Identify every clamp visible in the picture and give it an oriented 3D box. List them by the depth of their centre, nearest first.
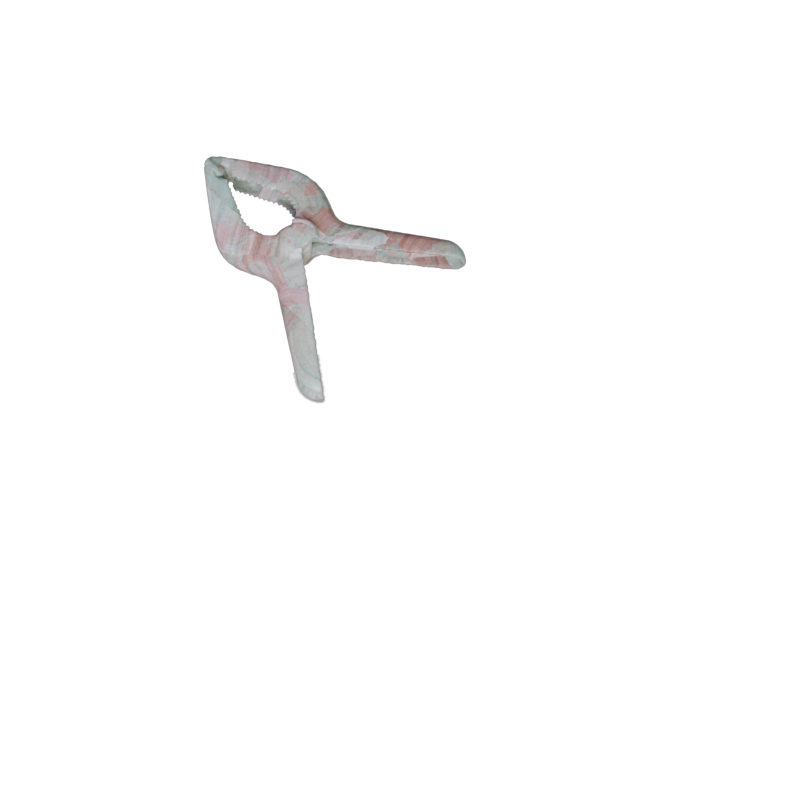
[{"bbox_3d":[-0.066,-0.121,0.846,0.165,0.222,0.034,-36,-22,-17],"label":"clamp"}]
